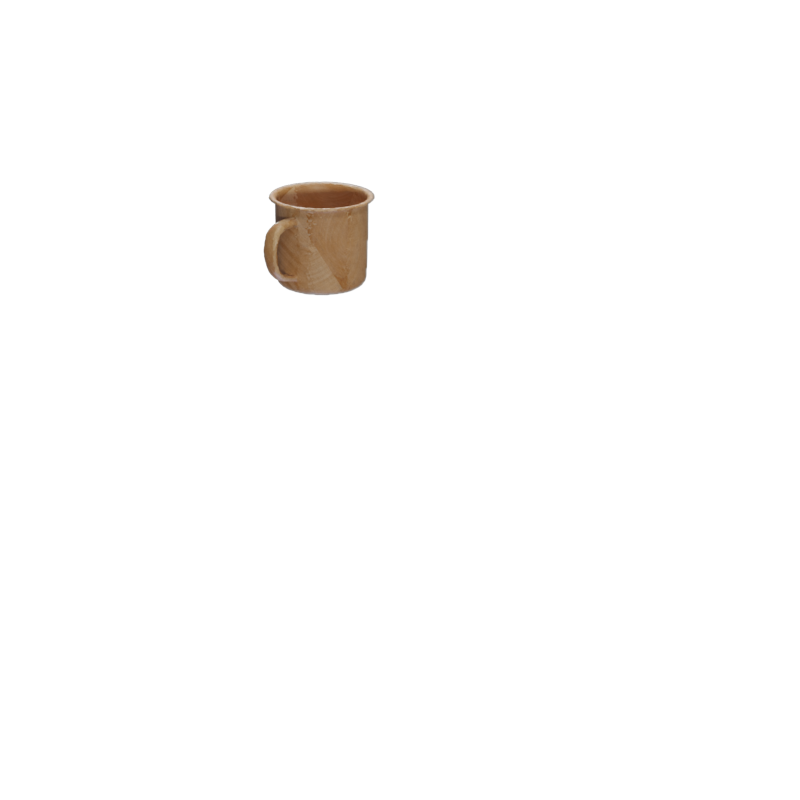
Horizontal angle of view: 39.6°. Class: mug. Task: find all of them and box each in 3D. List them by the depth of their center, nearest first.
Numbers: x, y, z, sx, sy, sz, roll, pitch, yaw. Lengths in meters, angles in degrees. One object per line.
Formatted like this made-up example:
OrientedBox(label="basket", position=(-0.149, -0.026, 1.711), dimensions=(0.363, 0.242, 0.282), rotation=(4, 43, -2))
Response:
OrientedBox(label="mug", position=(-0.077, -0.140, 0.978), dimensions=(0.098, 0.078, 0.117), rotation=(16, 27, 32))
